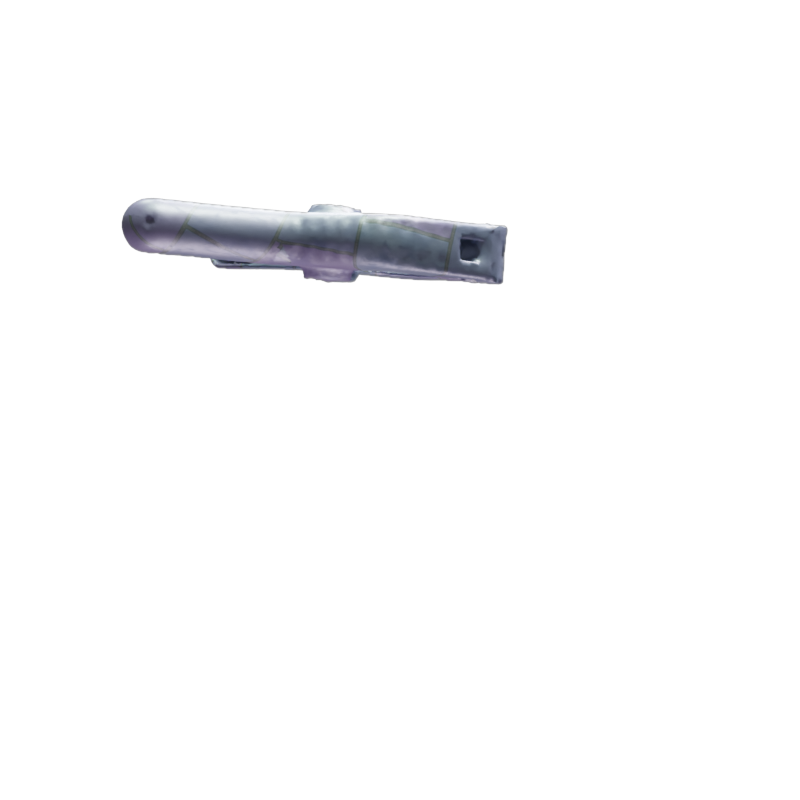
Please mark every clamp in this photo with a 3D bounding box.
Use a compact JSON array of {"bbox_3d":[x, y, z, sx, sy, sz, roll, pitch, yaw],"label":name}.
[{"bbox_3d":[-0.041,-0.074,0.519,0.177,0.039,0.117,3,8,23],"label":"clamp"}]
